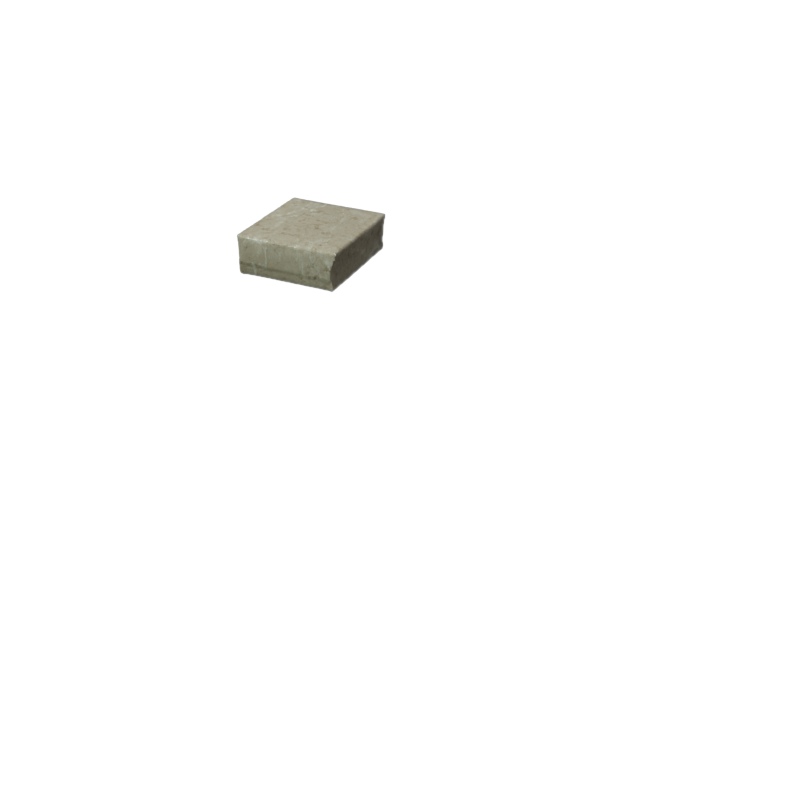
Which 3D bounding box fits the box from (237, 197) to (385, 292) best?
[{"bbox_3d":[-0.074,-0.135,0.943,0.093,0.037,0.116,11,31,19],"label":"box"}]
